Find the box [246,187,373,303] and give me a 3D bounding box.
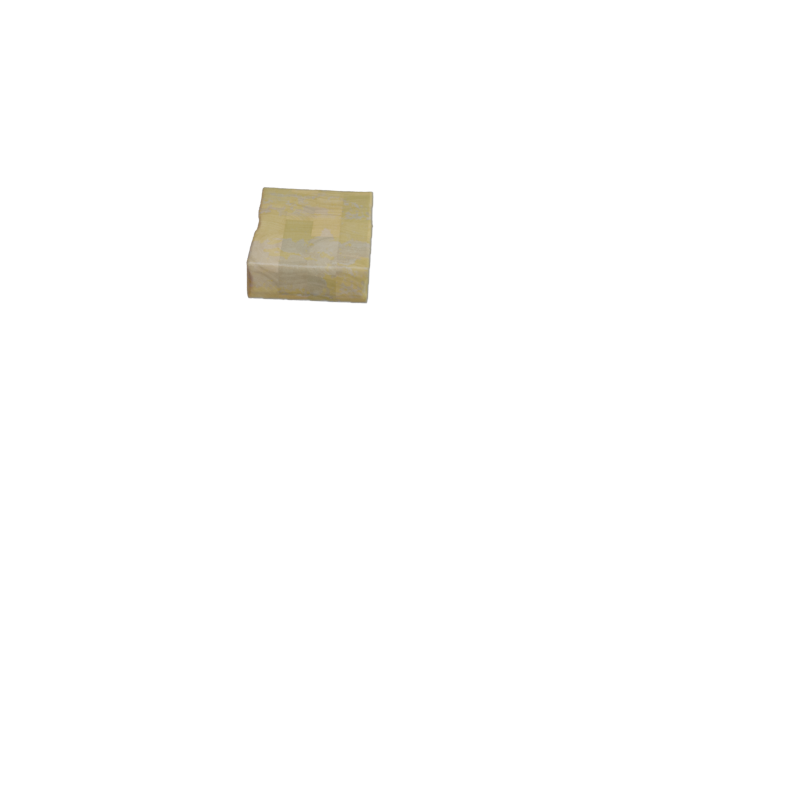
[{"bbox_3d":[-0.054,-0.099,0.691,0.073,0.028,0.095,2,40,2],"label":"box"}]
